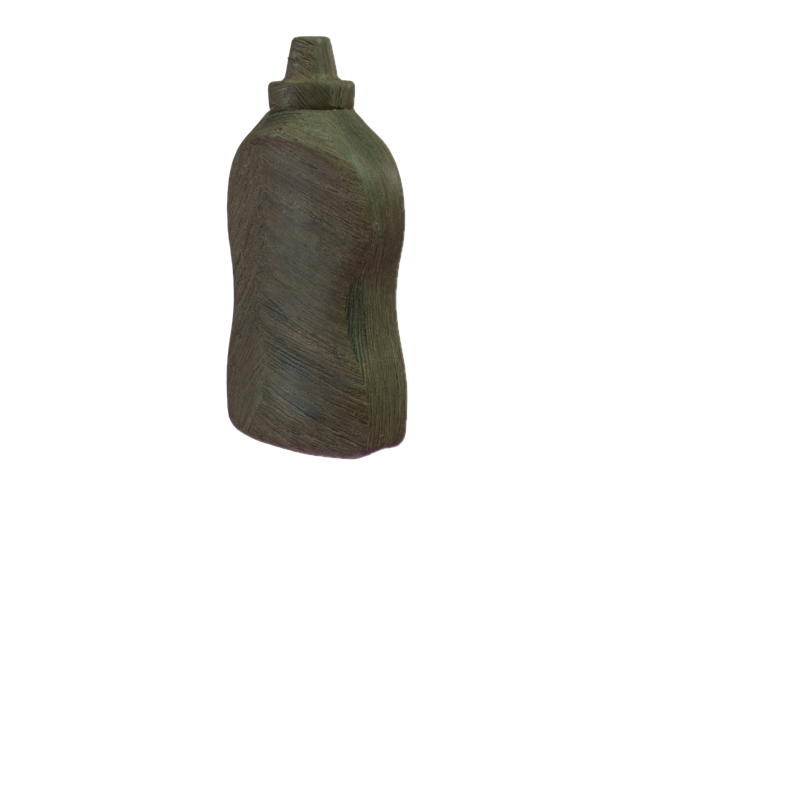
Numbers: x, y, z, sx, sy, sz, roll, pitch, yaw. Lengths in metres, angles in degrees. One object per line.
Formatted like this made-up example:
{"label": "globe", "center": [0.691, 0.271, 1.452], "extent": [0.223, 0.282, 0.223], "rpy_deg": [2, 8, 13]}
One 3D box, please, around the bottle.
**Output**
{"label": "bottle", "center": [-0.042, -0.075, 0.527], "extent": [0.101, 0.188, 0.057], "rpy_deg": [8, 10, 43]}
